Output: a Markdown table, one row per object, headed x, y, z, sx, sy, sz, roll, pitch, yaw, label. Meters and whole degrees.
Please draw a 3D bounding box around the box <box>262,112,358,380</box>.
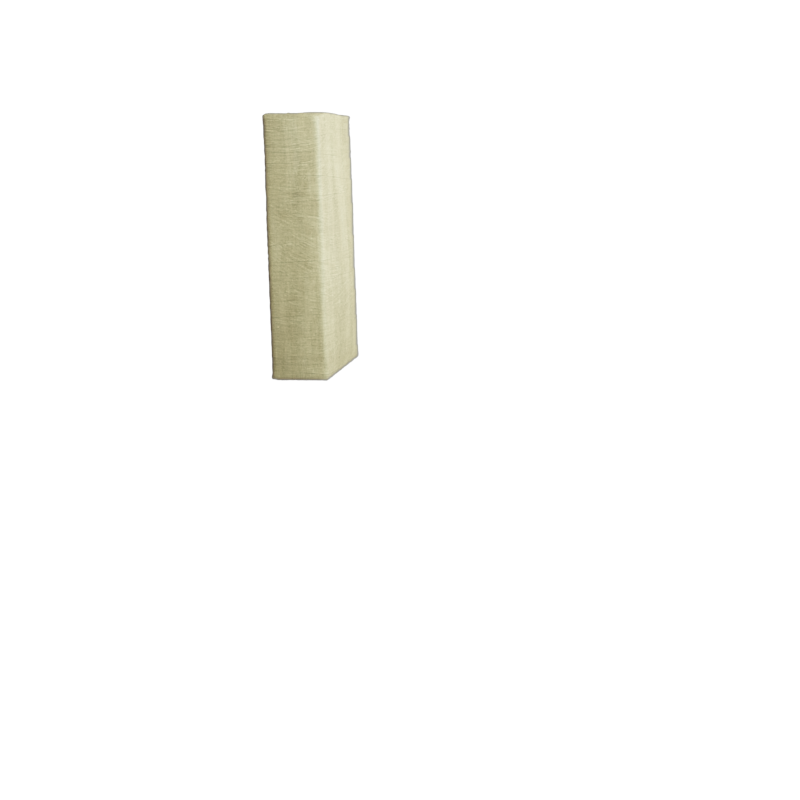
| x | y | z | sx | sy | sz | roll | pitch | yaw | label |
| --- | --- | --- | --- | --- | --- | --- | --- | --- | --- |
| -0.060 | -0.109 | 0.763 | 0.049 | 0.174 | 0.093 | 2 | 7 | 11 | box |
